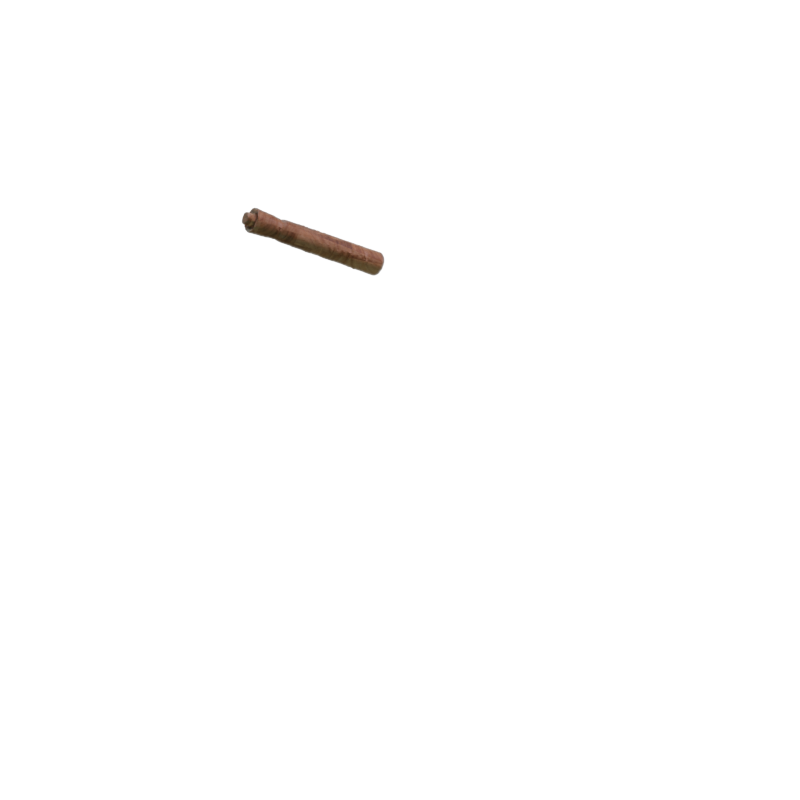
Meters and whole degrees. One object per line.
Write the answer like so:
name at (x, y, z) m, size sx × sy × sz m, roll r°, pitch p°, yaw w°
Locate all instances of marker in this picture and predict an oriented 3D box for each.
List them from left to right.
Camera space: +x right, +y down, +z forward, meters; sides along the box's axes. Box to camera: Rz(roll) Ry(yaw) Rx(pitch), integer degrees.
marker at (-0.065, -0.118, 0.829) m, size 0.115 × 0.020 × 0.020 m, roll 16°, pitch -5°, yaw -31°
